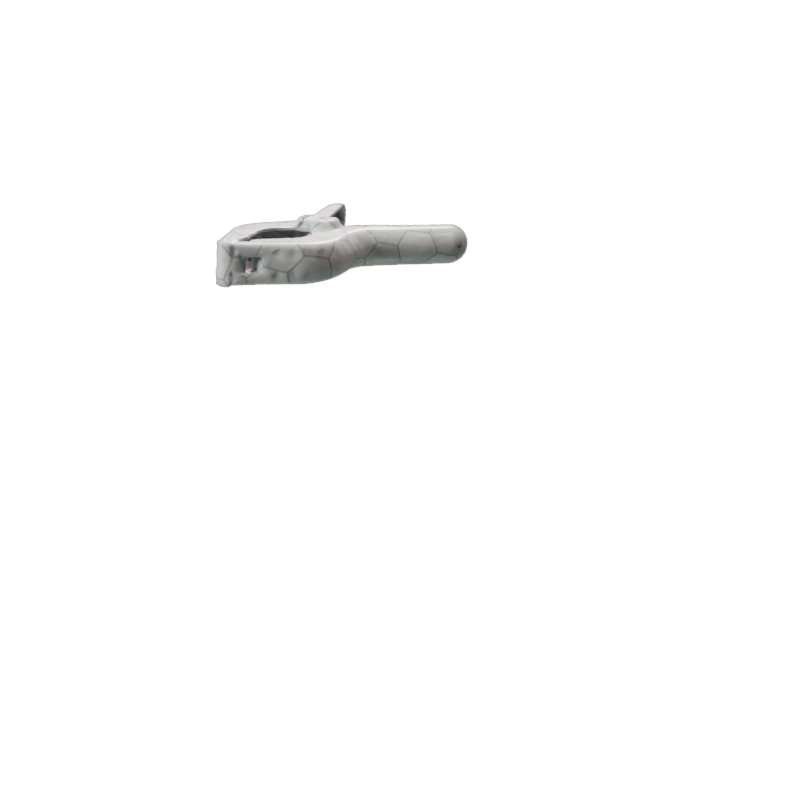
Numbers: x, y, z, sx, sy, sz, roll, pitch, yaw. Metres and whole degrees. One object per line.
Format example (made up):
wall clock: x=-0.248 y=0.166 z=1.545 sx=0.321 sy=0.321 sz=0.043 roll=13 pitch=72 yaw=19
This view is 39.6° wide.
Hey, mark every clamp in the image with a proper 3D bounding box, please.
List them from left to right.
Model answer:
clamp: x=-0.056 y=-0.101 z=0.709 sx=0.166 sy=0.038 sz=0.126 roll=-11 pitch=17 yaw=-38
